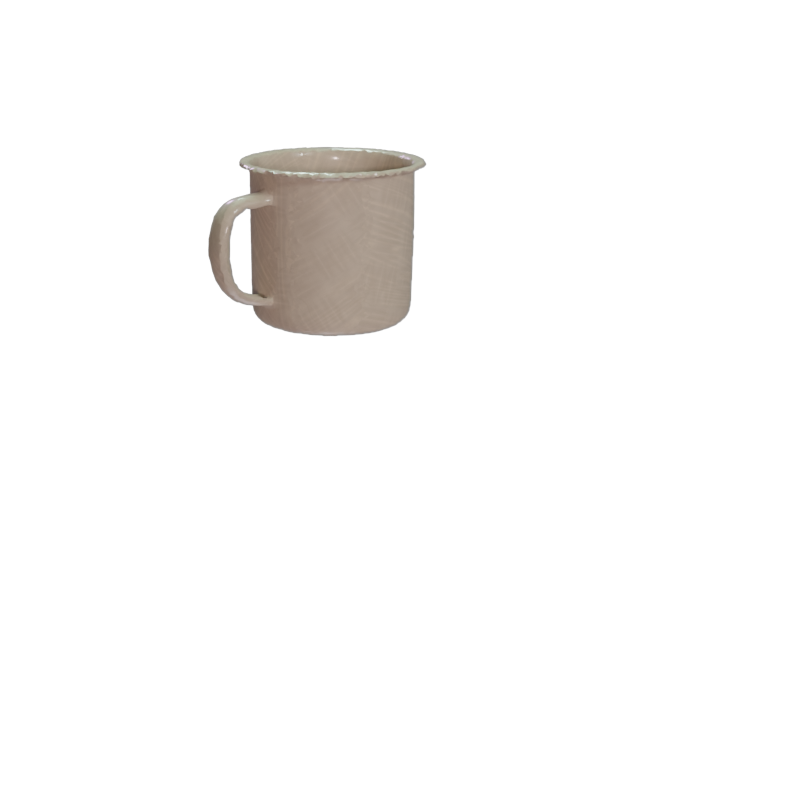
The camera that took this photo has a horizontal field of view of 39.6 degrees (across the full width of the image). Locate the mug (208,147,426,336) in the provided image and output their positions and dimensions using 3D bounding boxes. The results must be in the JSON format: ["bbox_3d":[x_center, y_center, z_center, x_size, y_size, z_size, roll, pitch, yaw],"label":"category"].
[{"bbox_3d":[-0.043,-0.079,0.554,0.114,0.079,0.099,-15,23,-39],"label":"mug"}]
